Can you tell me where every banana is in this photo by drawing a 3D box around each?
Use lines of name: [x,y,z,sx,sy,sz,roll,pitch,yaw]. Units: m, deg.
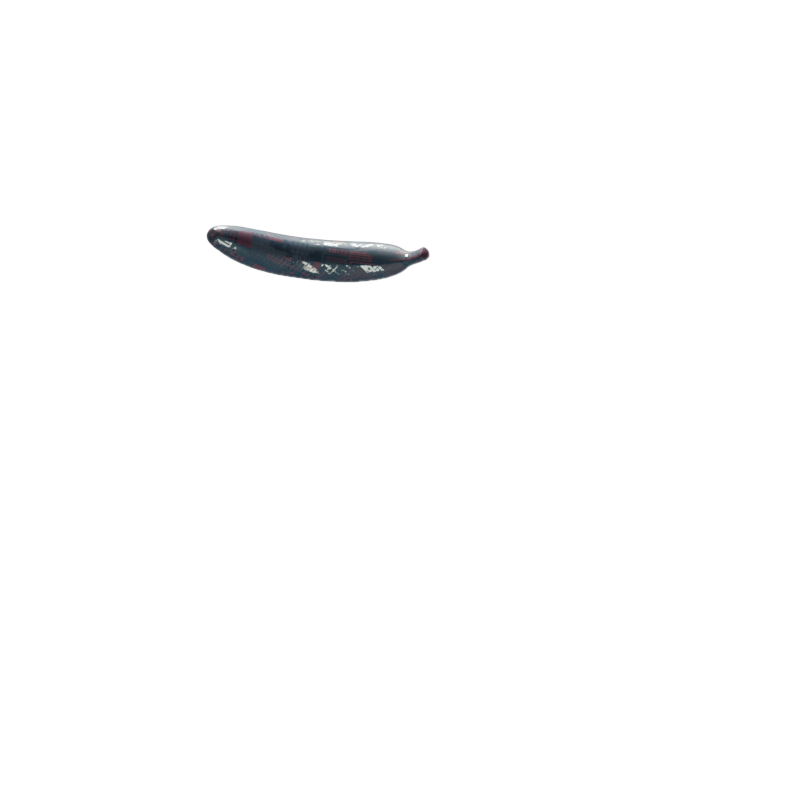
banana: [-0.077,-0.134,1.007,0.196,0.039,0.066,3,-25,-7]
